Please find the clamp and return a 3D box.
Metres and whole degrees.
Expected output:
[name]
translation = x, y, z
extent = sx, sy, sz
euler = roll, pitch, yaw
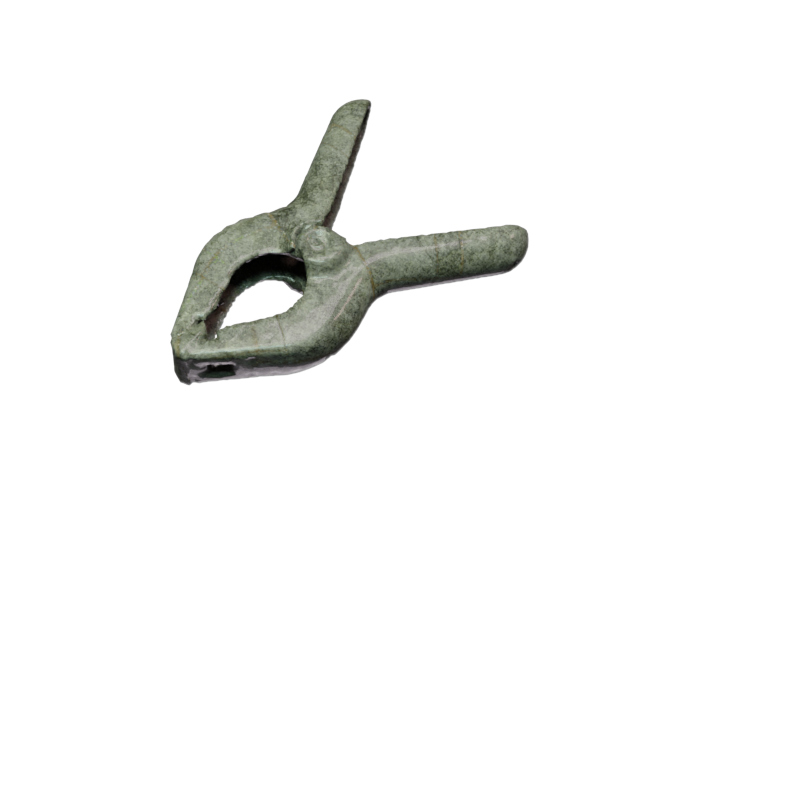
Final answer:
[clamp]
translation = -0.040, -0.073, 0.513
extent = 0.171, 0.129, 0.037
euler = -29, -33, -21
